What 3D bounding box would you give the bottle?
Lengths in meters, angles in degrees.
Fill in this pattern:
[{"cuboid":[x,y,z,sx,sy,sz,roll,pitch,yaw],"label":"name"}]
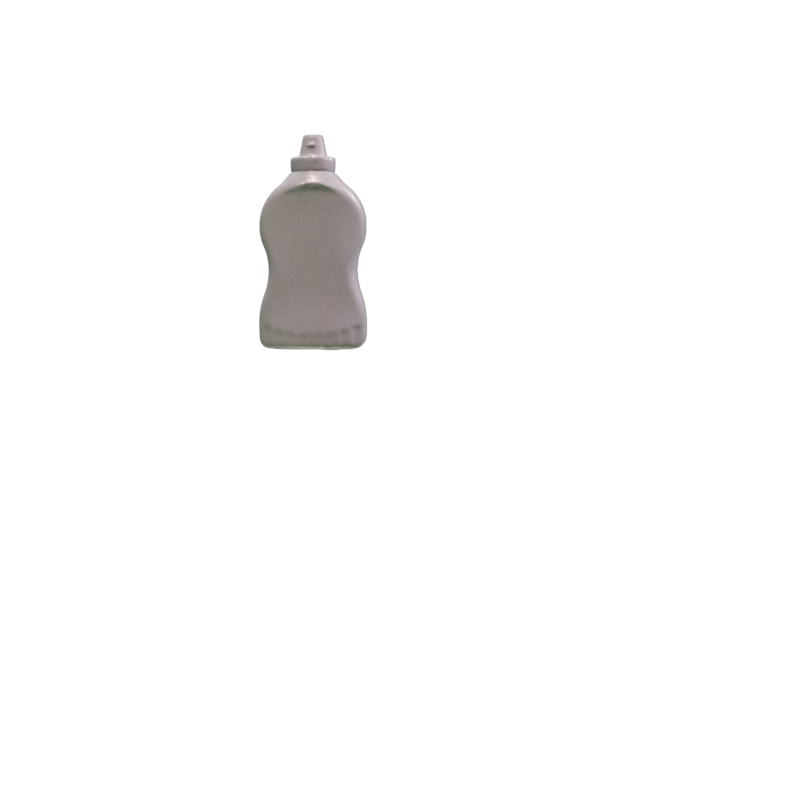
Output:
[{"cuboid":[-0.078,-0.143,0.998,0.097,0.192,0.058,0,0,6],"label":"bottle"}]
